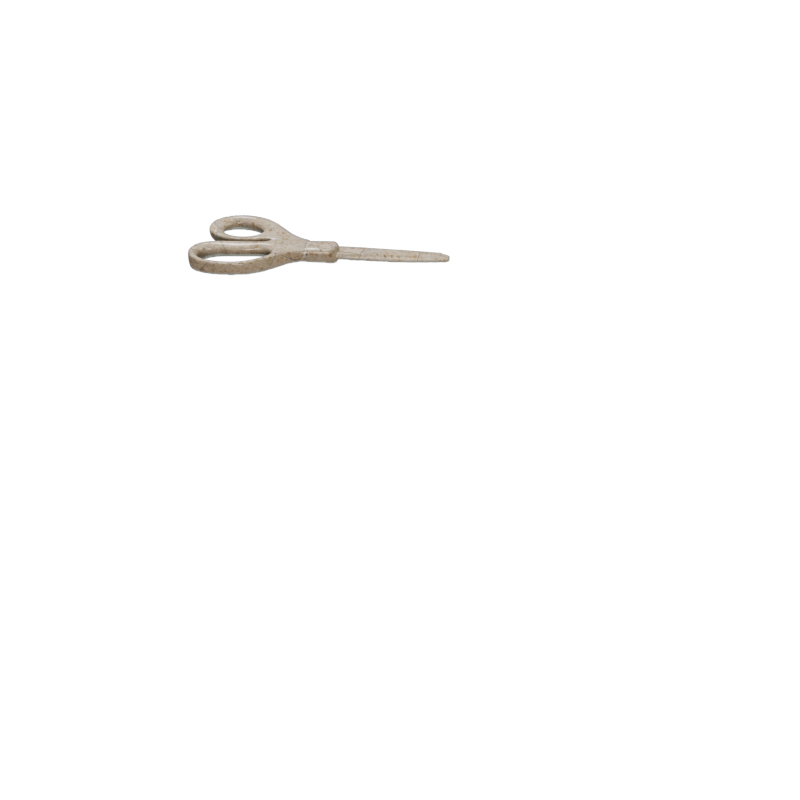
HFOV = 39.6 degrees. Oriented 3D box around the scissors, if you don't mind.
[{"bbox_3d":[-0.070,-0.127,0.892,0.200,0.015,0.103,-5,33,-8],"label":"scissors"}]
